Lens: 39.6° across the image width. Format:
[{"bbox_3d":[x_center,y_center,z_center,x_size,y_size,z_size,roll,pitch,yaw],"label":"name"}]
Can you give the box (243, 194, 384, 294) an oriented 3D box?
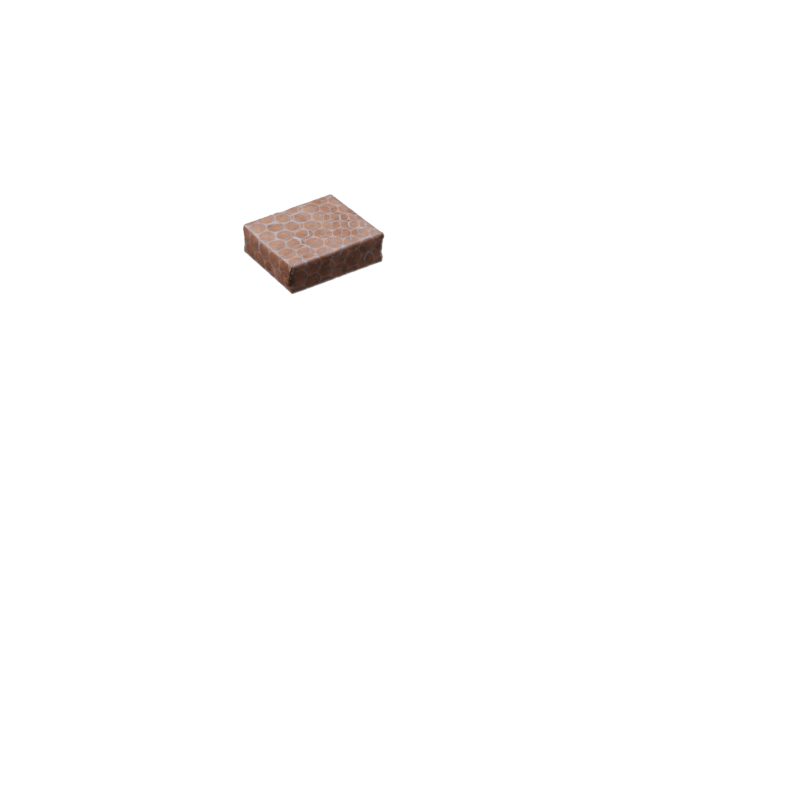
[{"bbox_3d":[-0.069,-0.126,0.881,0.088,0.028,0.079,-24,44,-27],"label":"box"}]
